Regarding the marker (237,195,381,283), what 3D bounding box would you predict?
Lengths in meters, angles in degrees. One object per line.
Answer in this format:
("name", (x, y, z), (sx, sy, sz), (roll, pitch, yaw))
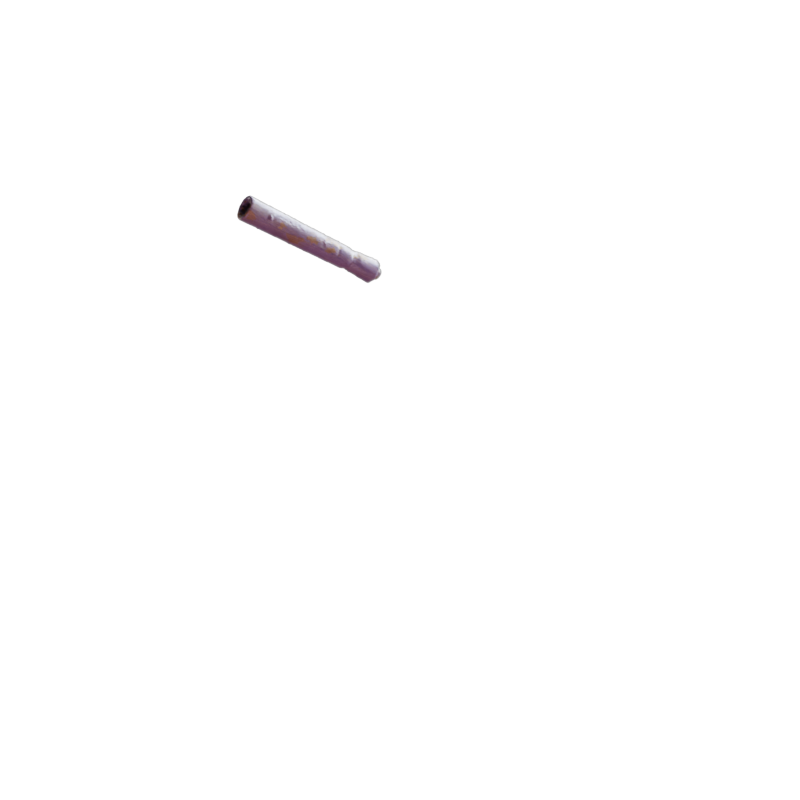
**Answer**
("marker", (-0.063, -0.115, 0.803), (0.115, 0.020, 0.020), (24, -9, -28))
